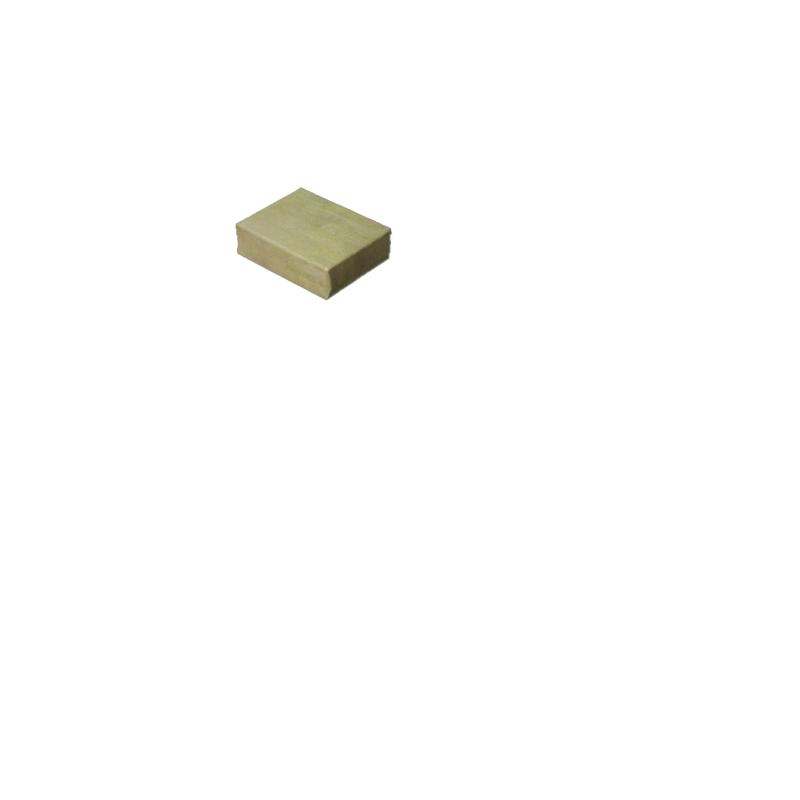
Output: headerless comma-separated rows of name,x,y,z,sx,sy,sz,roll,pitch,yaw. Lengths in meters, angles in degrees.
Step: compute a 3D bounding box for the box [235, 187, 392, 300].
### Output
box,-0.078,-0.143,0.999,0.120,0.036,0.090,26,43,31
